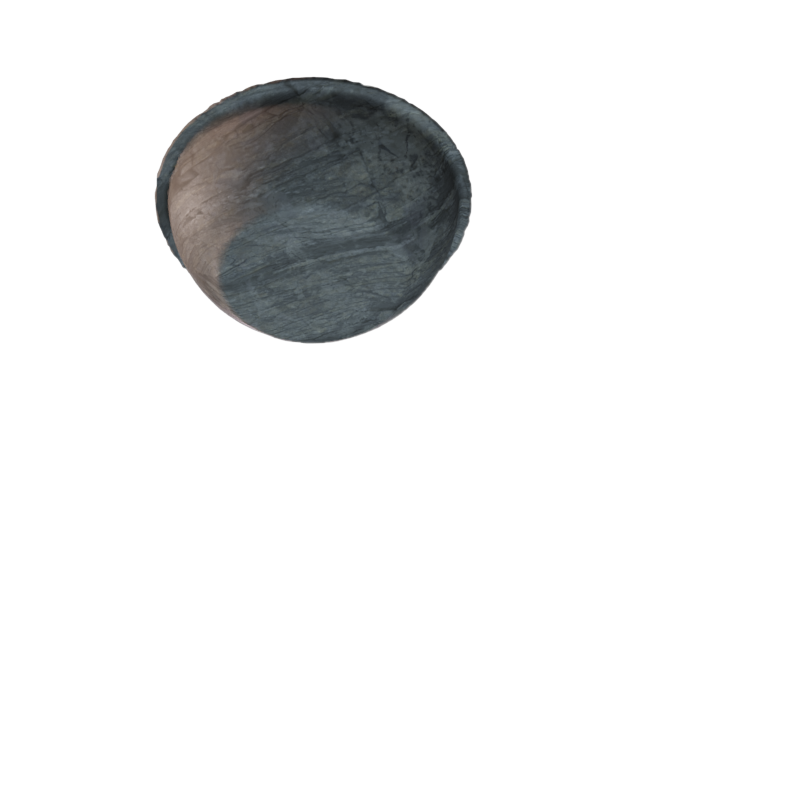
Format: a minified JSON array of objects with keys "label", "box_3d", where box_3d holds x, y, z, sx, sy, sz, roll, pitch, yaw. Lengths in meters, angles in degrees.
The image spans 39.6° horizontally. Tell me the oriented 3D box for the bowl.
[{"label":"bowl","box_3d":[-0.043,-0.078,0.548,0.162,0.059,0.151,1,-43,-1]}]
